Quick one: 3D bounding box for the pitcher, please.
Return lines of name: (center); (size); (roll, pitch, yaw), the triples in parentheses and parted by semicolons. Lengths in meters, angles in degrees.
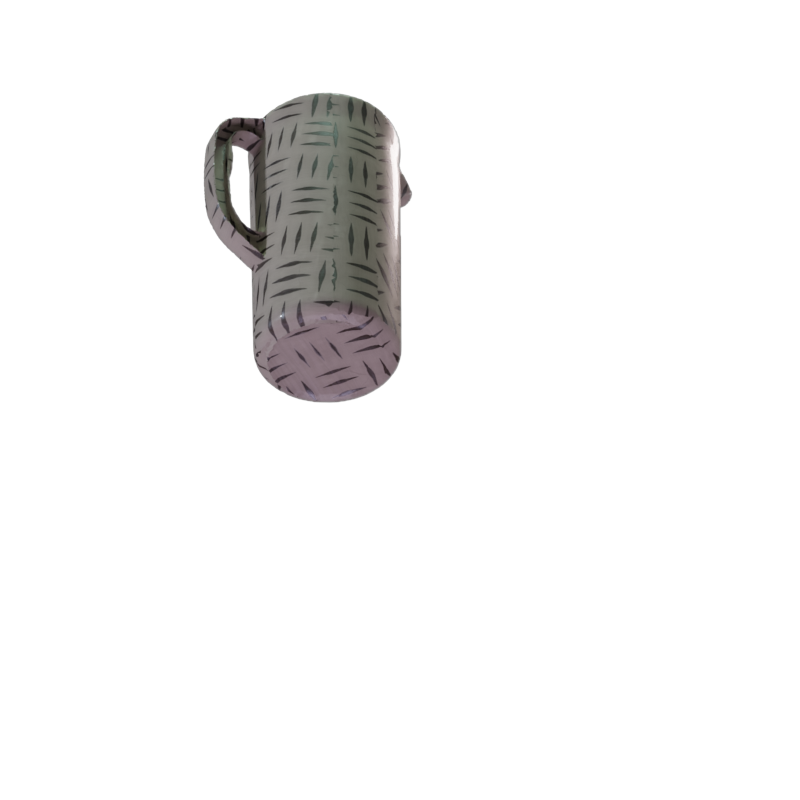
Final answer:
pitcher: (-0.069, -0.125, 0.879); (0.150, 0.261, 0.134); (-12, -43, 9)
